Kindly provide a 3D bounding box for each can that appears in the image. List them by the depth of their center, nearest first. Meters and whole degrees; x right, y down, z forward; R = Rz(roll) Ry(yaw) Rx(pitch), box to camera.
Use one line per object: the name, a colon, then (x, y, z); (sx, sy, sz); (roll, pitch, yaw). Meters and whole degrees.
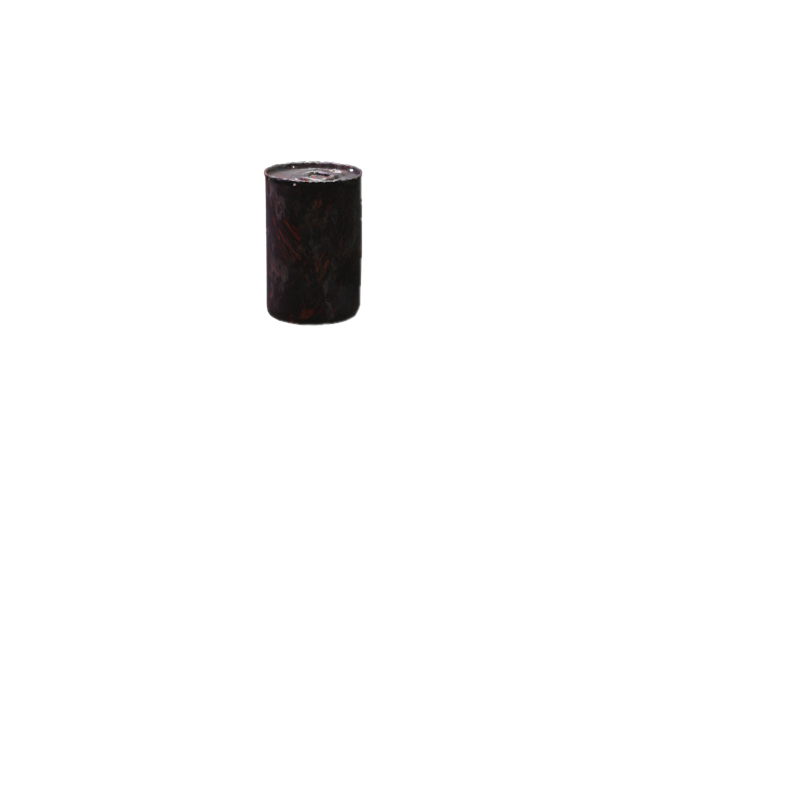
can: (-0.061, -0.111, 0.775); (0.068, 0.098, 0.071); (0, 18, -2)
